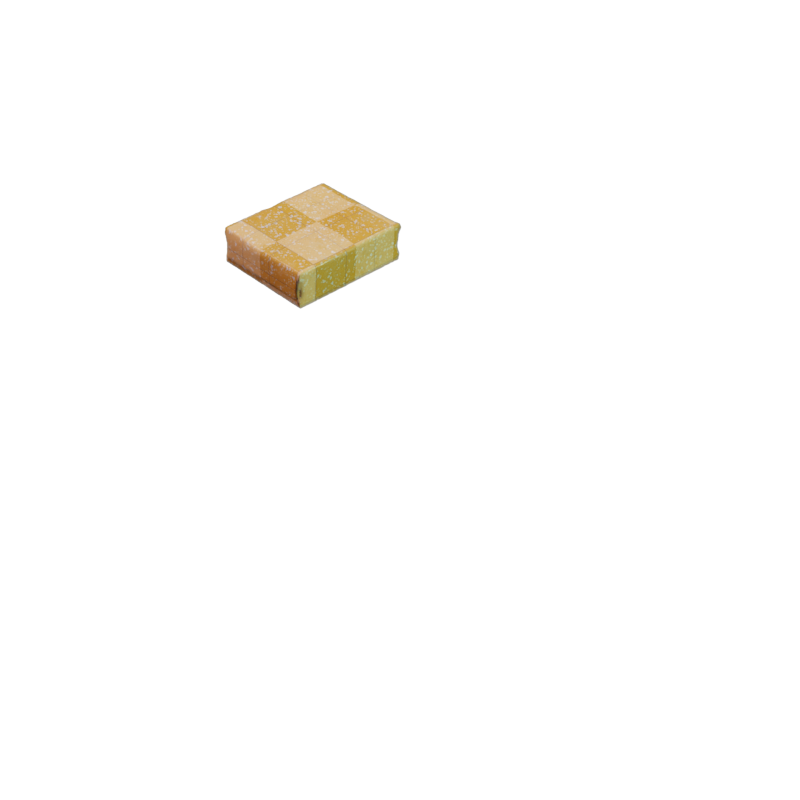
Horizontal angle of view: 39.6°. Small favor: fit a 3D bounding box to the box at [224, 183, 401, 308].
[{"bbox_3d":[-0.055,-0.101,0.709,0.089,0.028,0.078,-30,47,-34],"label":"box"}]
